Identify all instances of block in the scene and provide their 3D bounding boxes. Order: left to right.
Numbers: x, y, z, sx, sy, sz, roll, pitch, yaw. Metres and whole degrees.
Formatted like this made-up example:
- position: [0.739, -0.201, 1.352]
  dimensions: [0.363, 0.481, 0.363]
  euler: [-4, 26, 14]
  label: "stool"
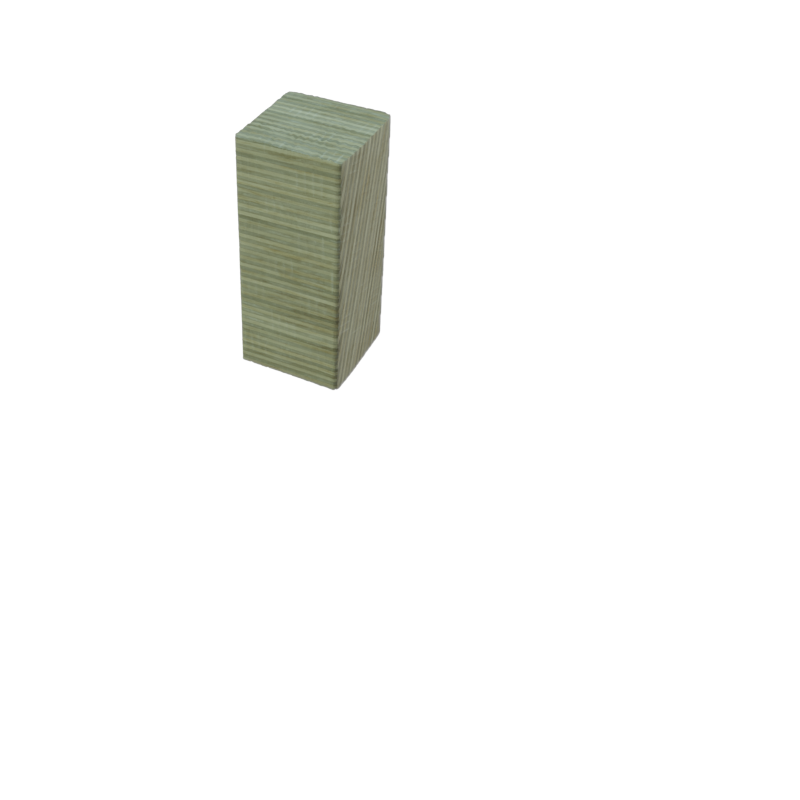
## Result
- position: [-0.068, -0.125, 0.873]
  dimensions: [0.094, 0.193, 0.093]
  euler: [17, 38, 19]
  label: "block"
